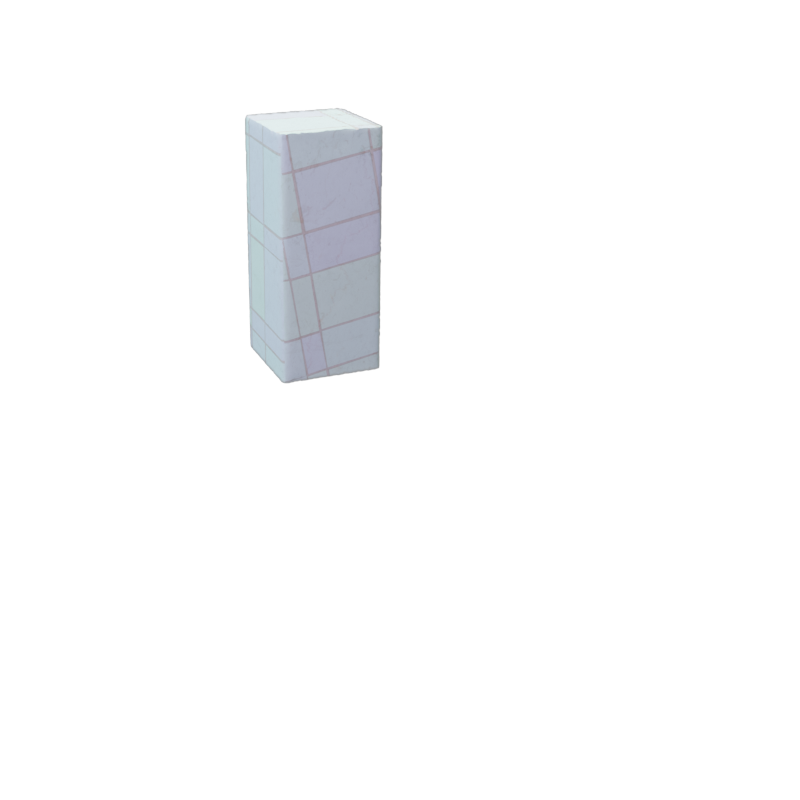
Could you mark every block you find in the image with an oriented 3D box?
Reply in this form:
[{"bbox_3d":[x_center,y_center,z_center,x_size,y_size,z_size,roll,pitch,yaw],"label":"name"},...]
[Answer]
[{"bbox_3d":[-0.073,-0.132,0.923,0.088,0.198,0.097,-7,21,-23],"label":"block"}]
